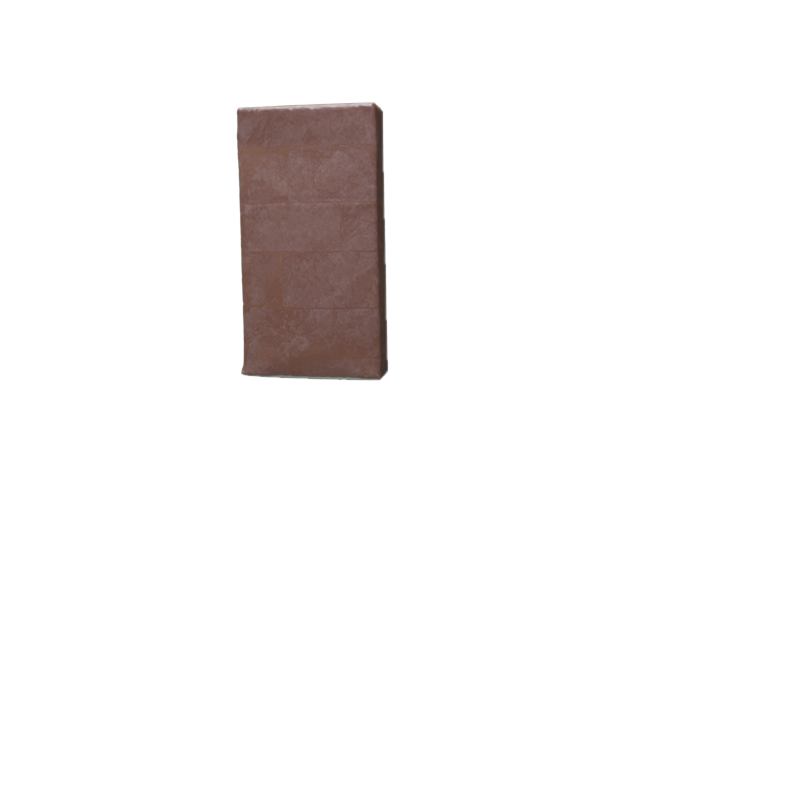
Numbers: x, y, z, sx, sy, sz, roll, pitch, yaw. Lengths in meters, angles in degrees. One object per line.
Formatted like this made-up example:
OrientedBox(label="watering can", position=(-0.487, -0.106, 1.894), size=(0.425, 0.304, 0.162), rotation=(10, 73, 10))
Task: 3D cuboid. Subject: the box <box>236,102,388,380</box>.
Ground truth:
OrientedBox(label="box", position=(-0.056, -0.103, 0.723), size=(0.095, 0.176, 0.047), rotation=(0, 0, 10))
